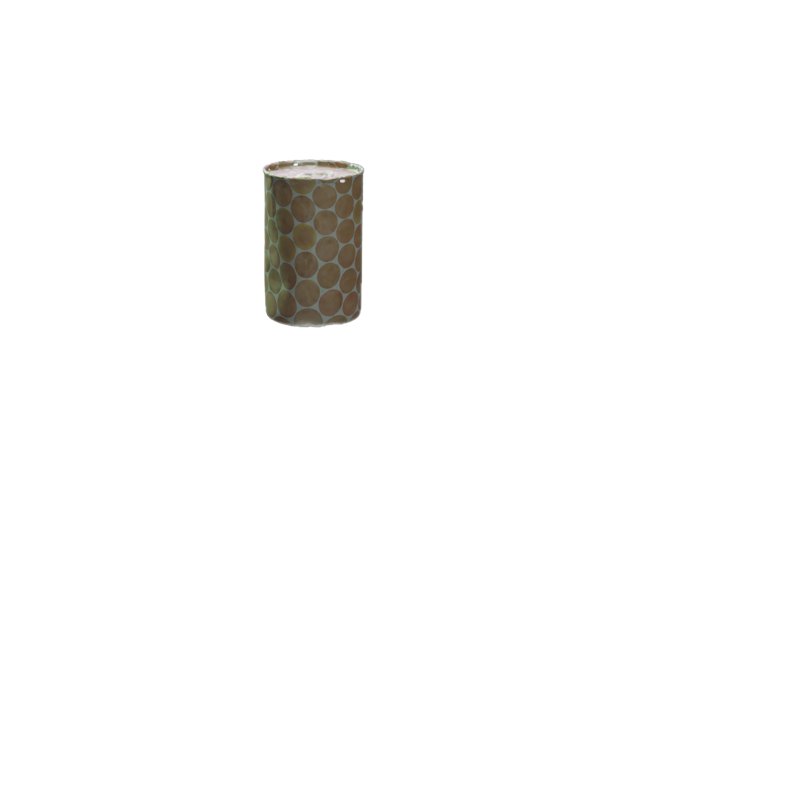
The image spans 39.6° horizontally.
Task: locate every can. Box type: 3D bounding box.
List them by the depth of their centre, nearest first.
[{"bbox_3d":[-0.059,-0.107,0.751,0.068,0.099,0.071,0,17,-2],"label":"can"}]
